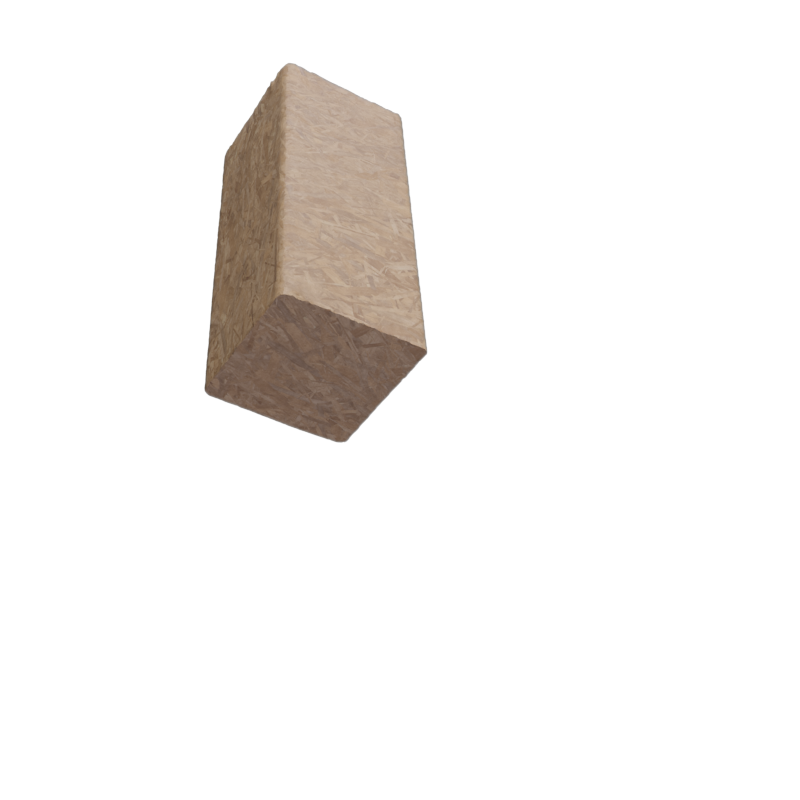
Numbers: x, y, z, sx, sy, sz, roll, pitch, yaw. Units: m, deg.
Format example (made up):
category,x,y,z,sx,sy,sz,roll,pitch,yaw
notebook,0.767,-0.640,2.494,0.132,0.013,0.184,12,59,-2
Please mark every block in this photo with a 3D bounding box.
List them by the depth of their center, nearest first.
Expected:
category,x,y,z,sx,sy,sz,roll,pitch,yaw
block,-0.052,-0.093,0.654,0.086,0.221,0.088,21,-49,-24
